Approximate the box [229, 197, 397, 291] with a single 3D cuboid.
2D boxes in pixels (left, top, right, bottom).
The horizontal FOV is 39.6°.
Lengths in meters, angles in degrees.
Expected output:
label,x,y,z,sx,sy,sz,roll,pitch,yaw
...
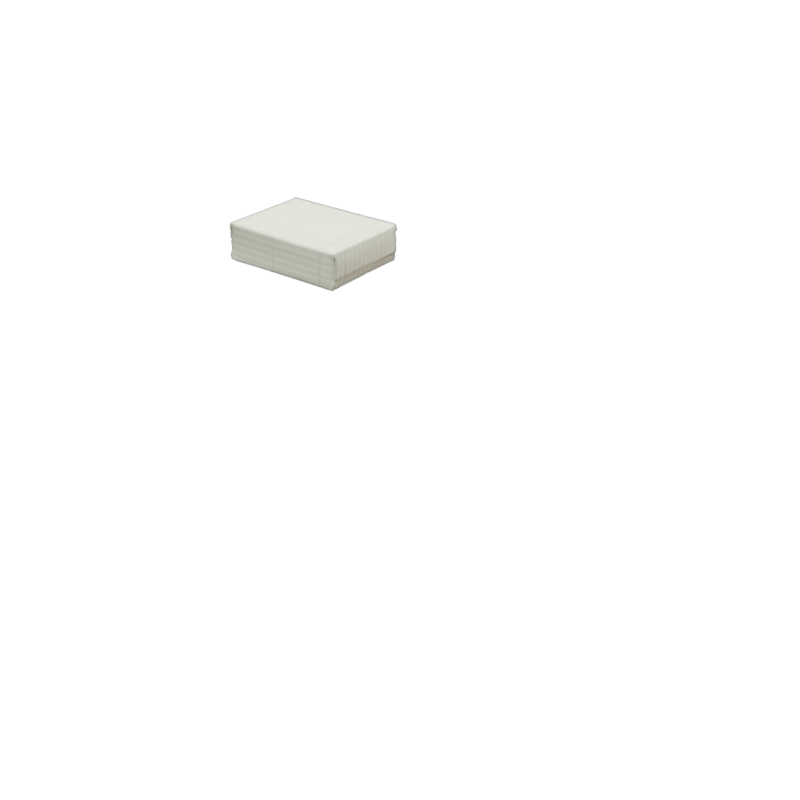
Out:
label,x,y,z,sx,sy,sz,roll,pitch,yaw
box,-0.073,-0.133,0.935,0.120,0.037,0.090,17,30,32
